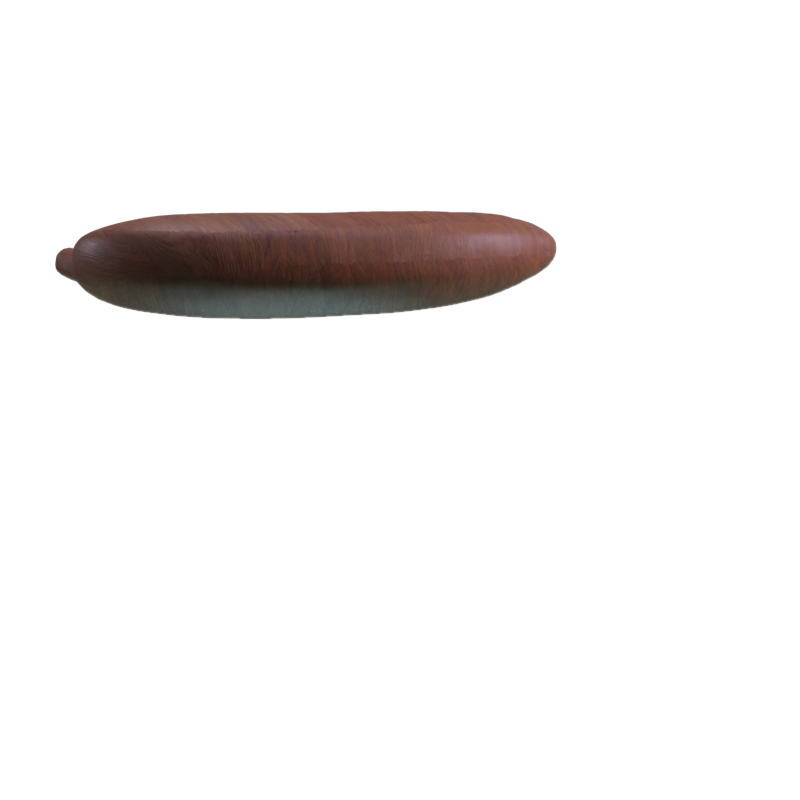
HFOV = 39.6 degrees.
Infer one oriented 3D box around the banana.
[{"bbox_3d":[-0.036,-0.054,0.410,0.198,0.035,0.073,0,21,0],"label":"banana"}]
